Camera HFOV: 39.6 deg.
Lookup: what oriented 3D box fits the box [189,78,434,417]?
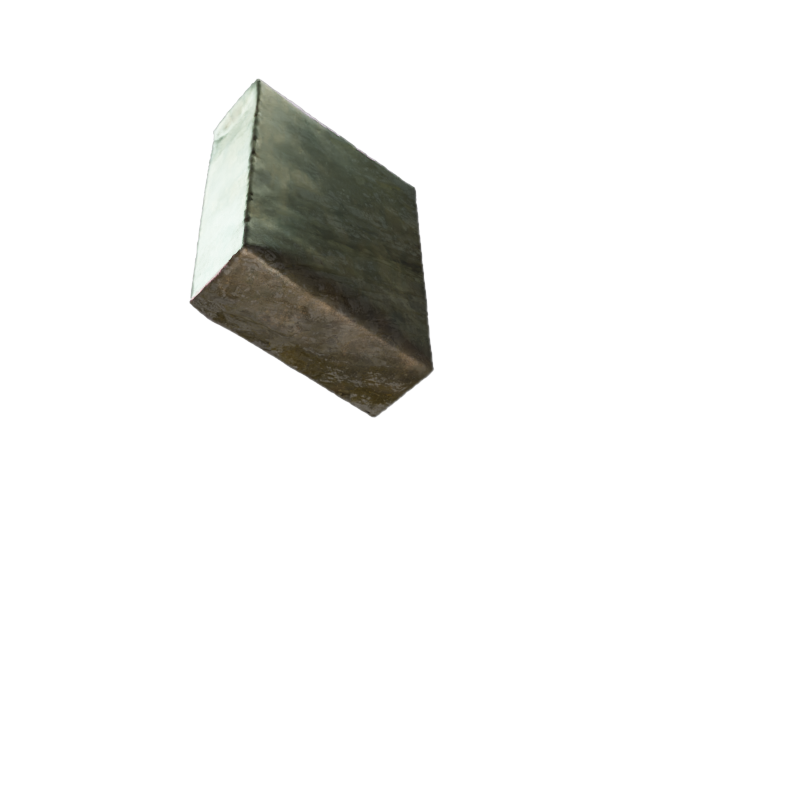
[{"bbox_3d":[-0.063,-0.115,0.803,0.156,0.229,0.071,31,-57,-26],"label":"box"}]
